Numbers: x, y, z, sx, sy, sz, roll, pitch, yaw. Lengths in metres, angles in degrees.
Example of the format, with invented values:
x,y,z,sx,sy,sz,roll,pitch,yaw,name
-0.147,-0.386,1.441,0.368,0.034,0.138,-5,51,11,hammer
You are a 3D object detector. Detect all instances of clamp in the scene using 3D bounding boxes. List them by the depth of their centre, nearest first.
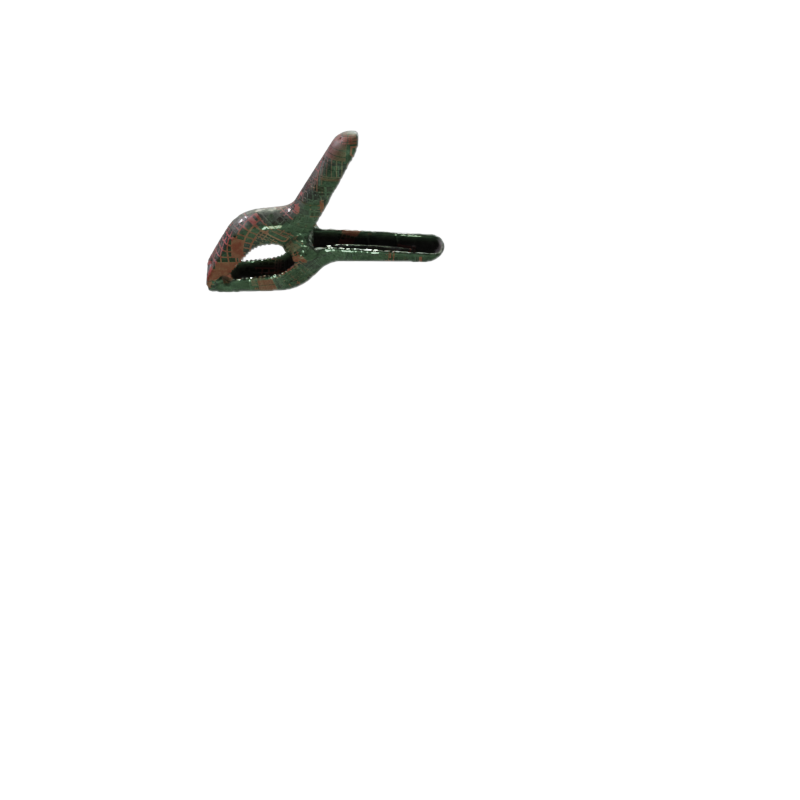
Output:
x,y,z,sx,sy,sz,roll,pitch,yaw,name
-0.077,-0.140,0.978,0.210,0.039,0.153,-25,-45,27,clamp
